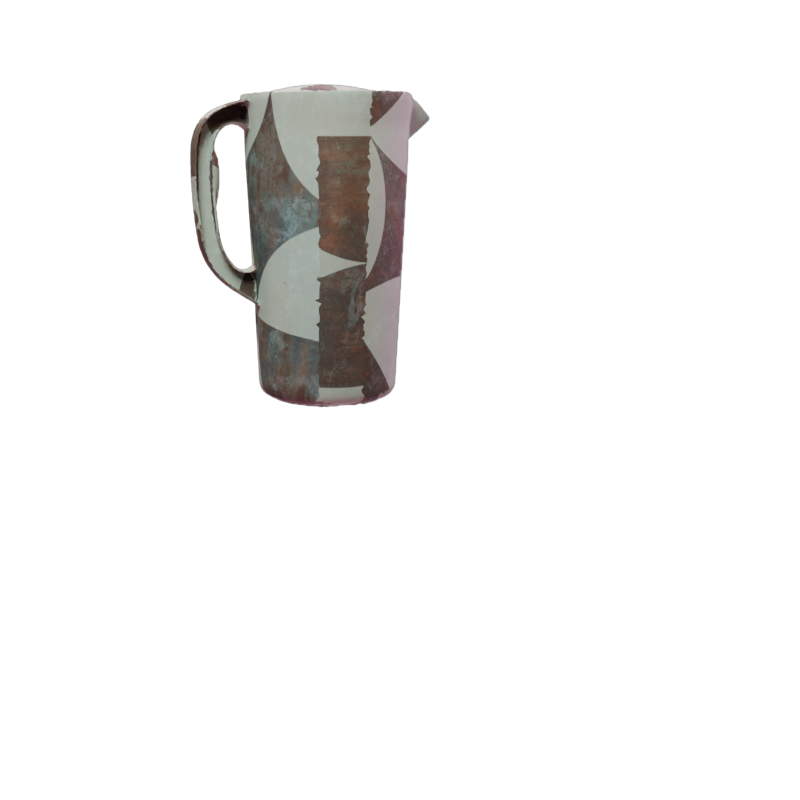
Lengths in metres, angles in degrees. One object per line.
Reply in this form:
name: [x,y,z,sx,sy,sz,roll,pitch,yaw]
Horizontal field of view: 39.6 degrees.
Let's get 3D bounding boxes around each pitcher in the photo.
pitcher: [-0.068,-0.123,0.863,0.154,0.240,0.142,4,8,25]
